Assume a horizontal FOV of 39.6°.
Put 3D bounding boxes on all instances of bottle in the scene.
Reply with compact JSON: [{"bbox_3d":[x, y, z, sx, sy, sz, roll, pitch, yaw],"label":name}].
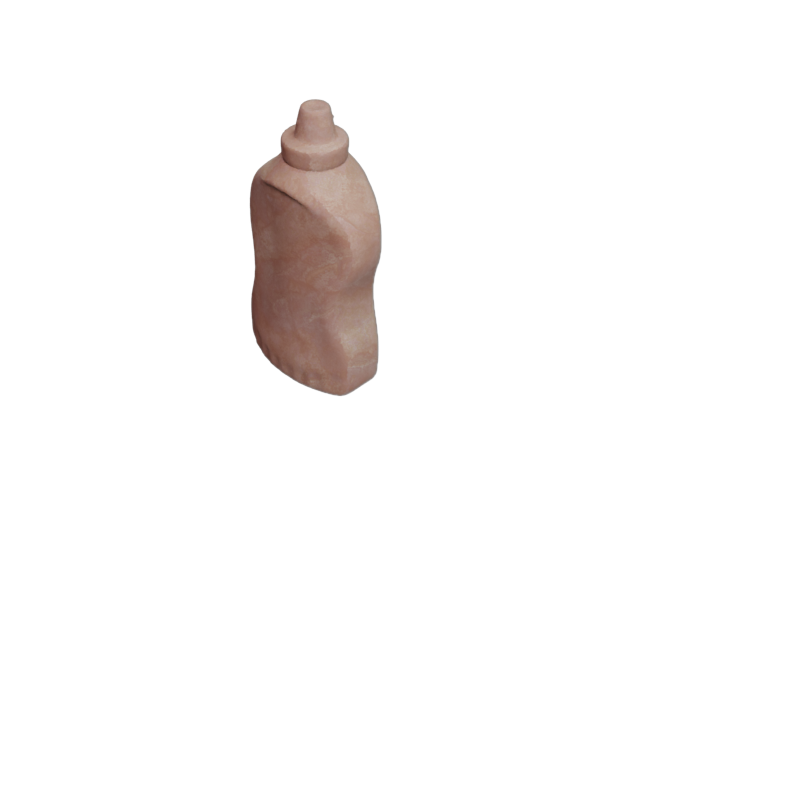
[{"bbox_3d":[-0.054,-0.100,0.700,0.058,0.179,0.103,-27,47,-34],"label":"bottle"}]
